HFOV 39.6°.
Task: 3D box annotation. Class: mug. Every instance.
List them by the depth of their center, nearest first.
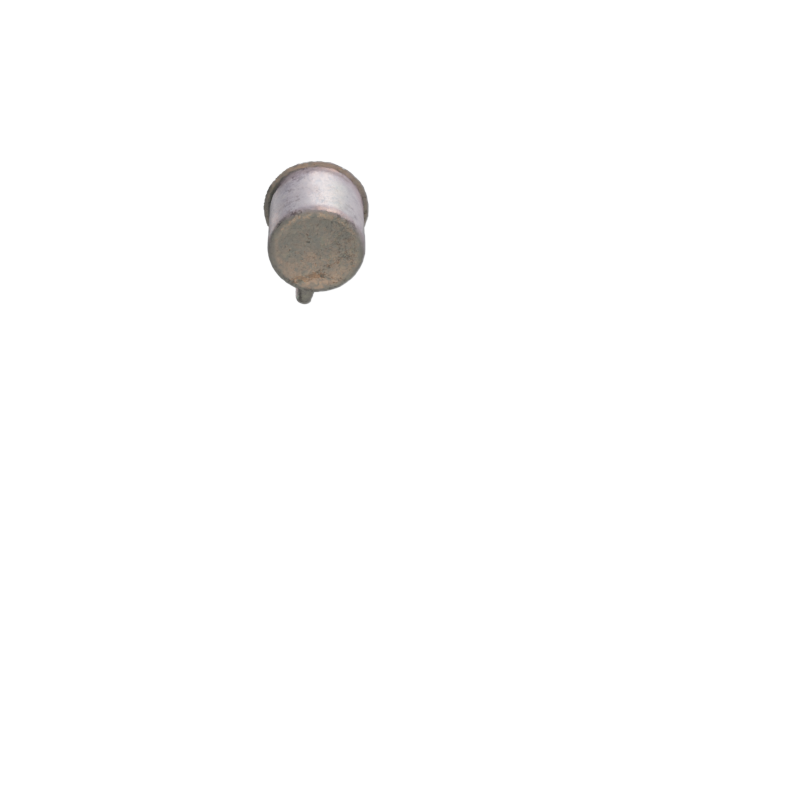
[{"bbox_3d":[-0.074,-0.136,0.950,0.092,0.111,0.087,11,31,-9],"label":"mug"}]
